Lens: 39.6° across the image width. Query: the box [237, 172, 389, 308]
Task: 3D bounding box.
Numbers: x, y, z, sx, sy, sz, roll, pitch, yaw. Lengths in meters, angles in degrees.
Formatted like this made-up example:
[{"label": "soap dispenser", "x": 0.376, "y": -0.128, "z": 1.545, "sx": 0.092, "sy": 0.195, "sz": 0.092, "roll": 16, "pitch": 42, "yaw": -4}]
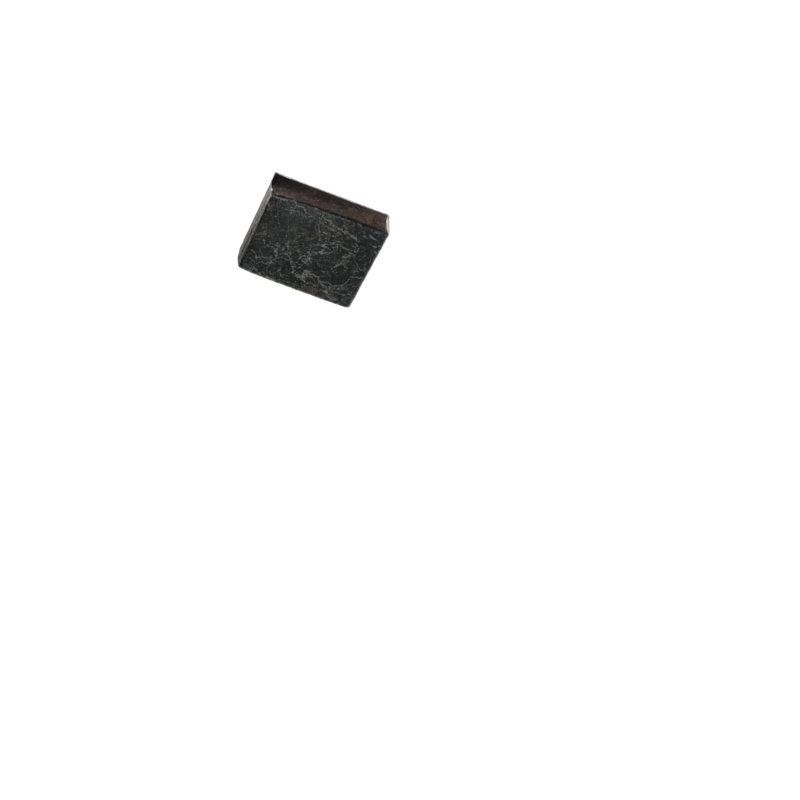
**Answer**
[{"label": "box", "x": -0.077, "y": -0.141, "z": 0.985, "sx": 0.110, "sy": 0.086, "sz": 0.042, "roll": 19, "pitch": 34, "yaw": -14}]
